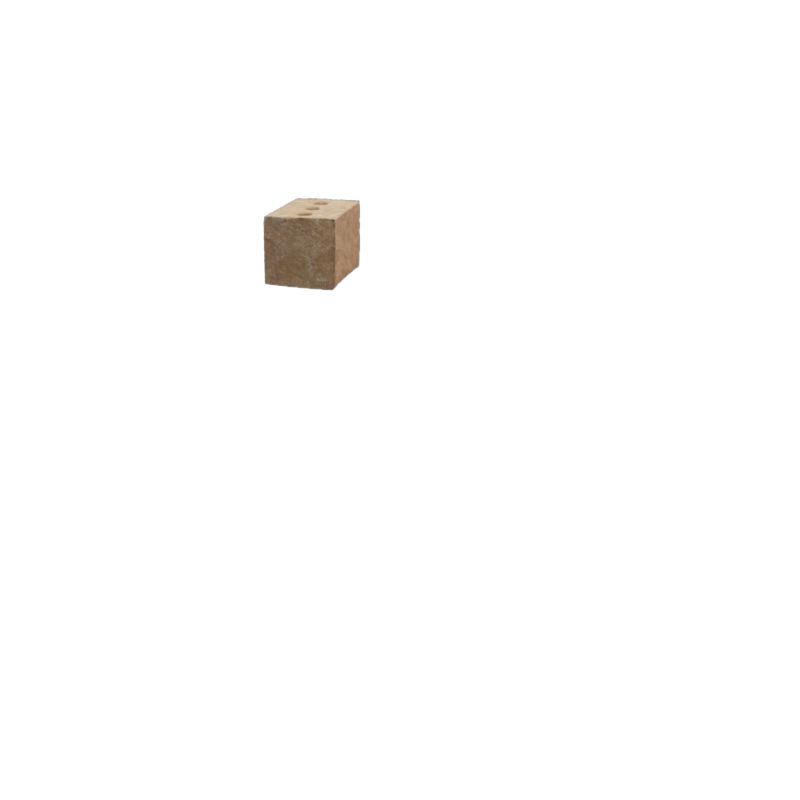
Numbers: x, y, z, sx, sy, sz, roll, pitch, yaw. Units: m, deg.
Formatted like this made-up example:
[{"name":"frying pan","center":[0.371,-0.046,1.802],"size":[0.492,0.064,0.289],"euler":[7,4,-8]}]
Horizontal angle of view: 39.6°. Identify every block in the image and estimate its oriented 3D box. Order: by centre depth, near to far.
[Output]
[{"name":"block","center":[-0.063,-0.115,0.806],"size":[0.054,0.049,0.079],"euler":[4,18,12]}]
